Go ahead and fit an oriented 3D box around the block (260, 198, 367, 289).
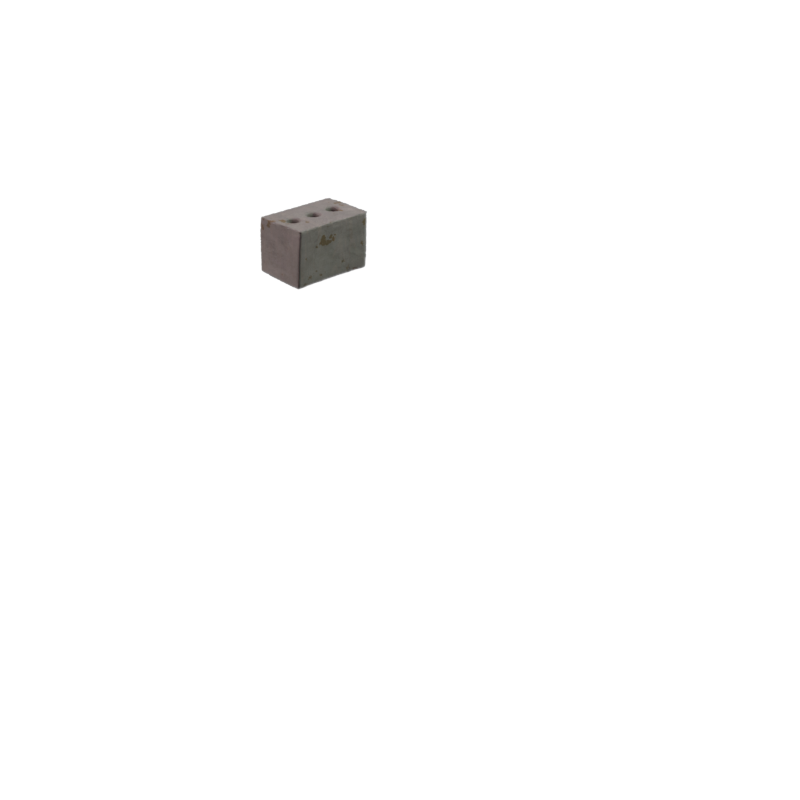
[{"bbox_3d":[-0.074,-0.135,0.943,0.077,0.049,0.056,-23,35,-39],"label":"block"}]
